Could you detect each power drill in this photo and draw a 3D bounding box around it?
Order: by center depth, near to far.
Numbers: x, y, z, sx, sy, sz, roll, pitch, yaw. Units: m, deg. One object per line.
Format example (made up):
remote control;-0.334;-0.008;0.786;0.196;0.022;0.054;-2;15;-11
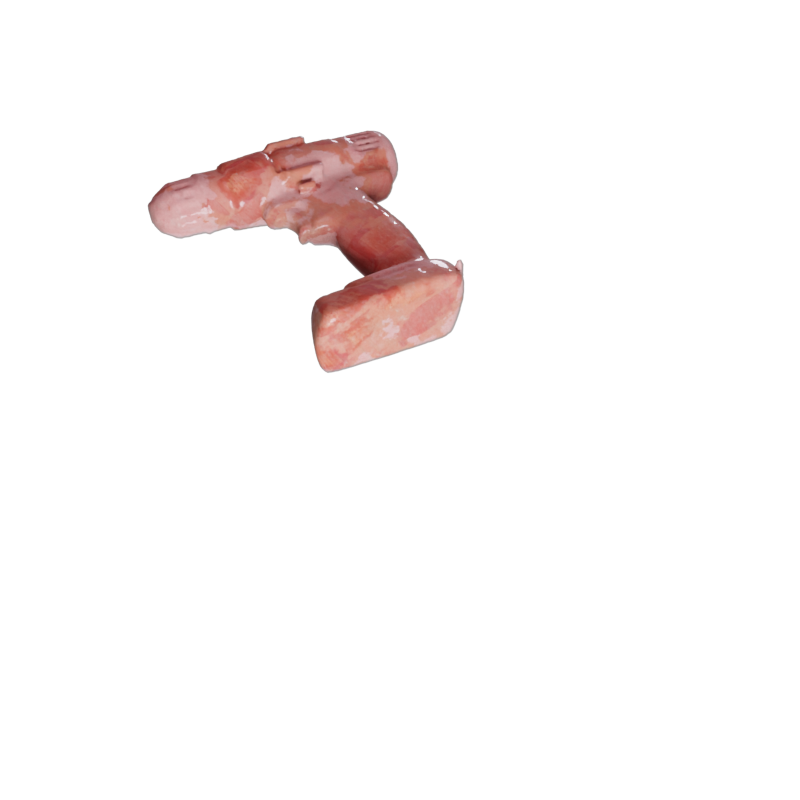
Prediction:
power drill;-0.058;-0.106;0.743;0.183;0.053;0.203;-19;50;-17
